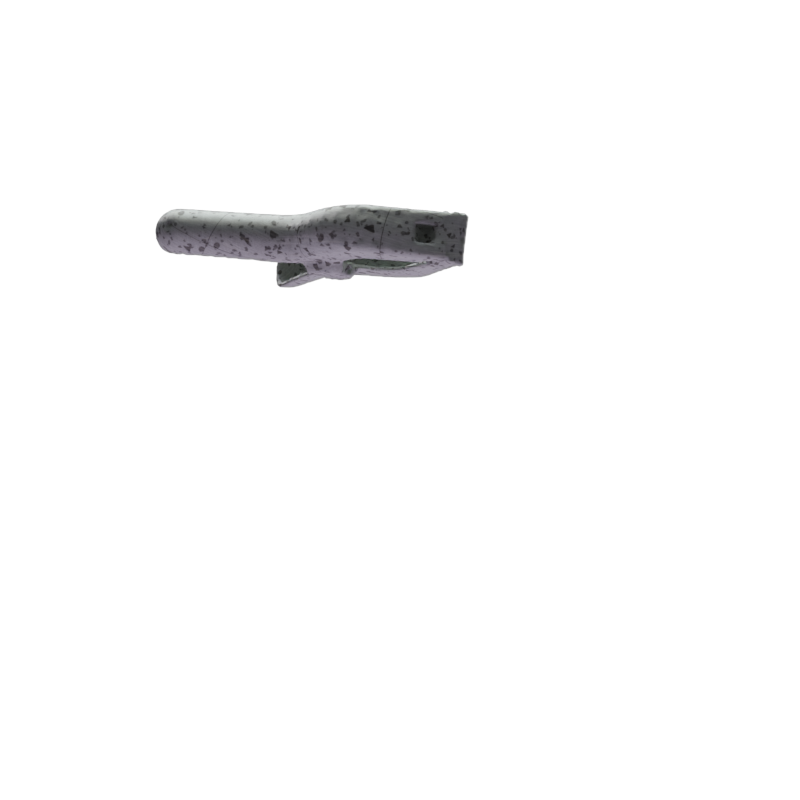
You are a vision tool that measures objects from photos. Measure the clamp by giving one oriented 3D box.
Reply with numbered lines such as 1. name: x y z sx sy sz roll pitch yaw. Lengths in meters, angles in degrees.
1. clamp: -0.047 -0.086 0.605 0.177 0.040 0.115 -2 -3 44
